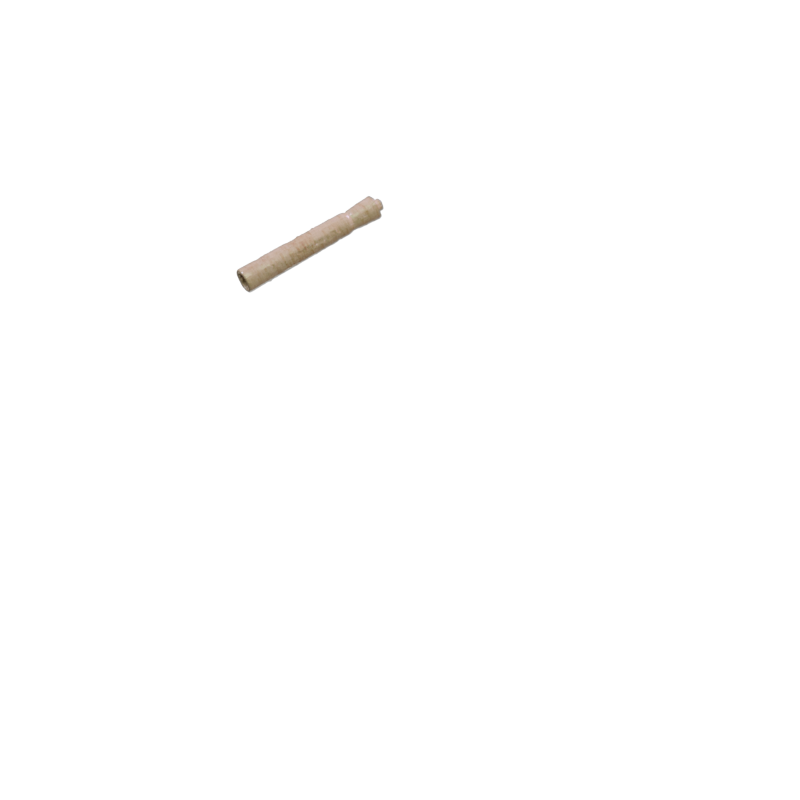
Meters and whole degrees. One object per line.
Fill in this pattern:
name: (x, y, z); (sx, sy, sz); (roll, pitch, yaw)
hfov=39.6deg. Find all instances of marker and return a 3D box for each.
marker: (-0.063, -0.115, 0.804); (0.121, 0.019, 0.020); (-32, 16, -18)
